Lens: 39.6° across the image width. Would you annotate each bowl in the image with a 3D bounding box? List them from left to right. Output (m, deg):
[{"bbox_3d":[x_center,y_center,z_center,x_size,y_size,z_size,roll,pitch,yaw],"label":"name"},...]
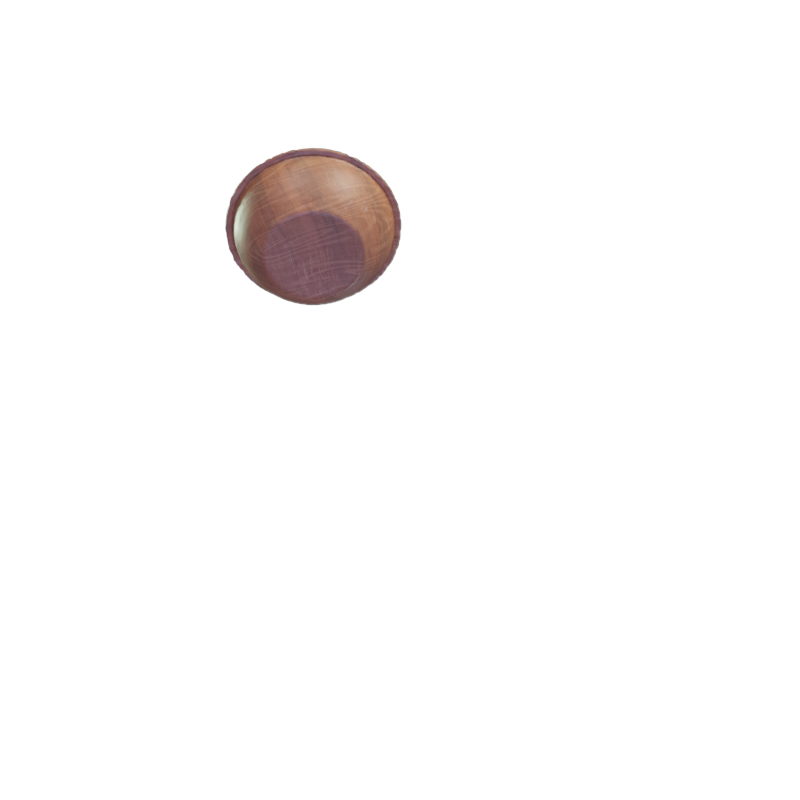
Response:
[{"bbox_3d":[-0.078,-0.142,0.995,0.162,0.152,0.059,1,31,-1],"label":"bowl"}]
